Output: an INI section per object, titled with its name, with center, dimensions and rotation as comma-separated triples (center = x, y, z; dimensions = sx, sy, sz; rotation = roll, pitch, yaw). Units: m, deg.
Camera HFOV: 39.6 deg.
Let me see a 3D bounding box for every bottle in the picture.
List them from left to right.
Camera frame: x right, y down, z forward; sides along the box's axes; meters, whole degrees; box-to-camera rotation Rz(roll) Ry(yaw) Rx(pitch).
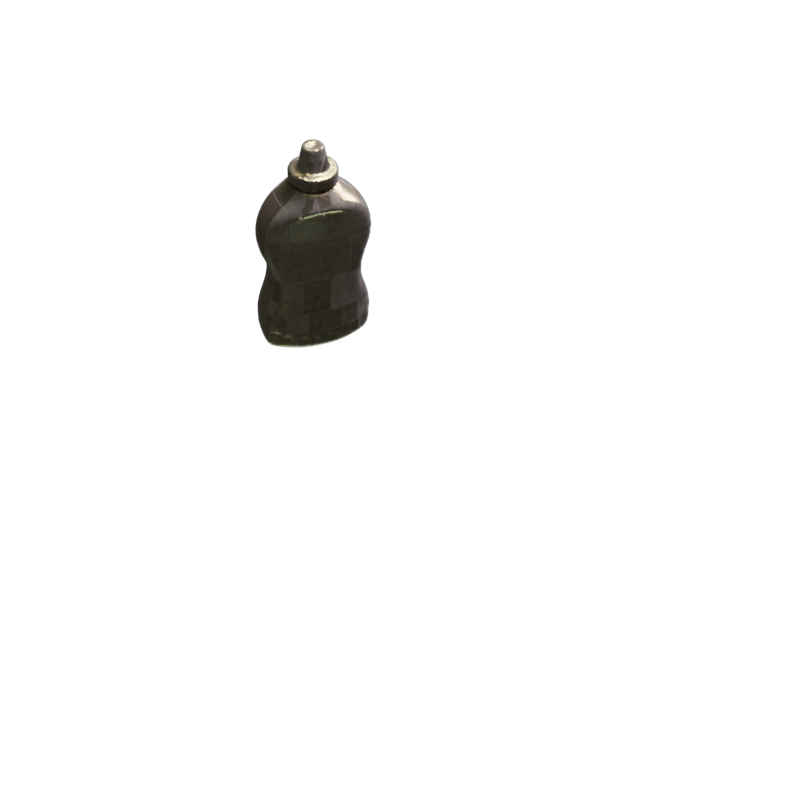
[bottle]
center = -0.073, -0.133, 0.927
dimensions = 0.095, 0.179, 0.063
rotation = -11, 44, -15
